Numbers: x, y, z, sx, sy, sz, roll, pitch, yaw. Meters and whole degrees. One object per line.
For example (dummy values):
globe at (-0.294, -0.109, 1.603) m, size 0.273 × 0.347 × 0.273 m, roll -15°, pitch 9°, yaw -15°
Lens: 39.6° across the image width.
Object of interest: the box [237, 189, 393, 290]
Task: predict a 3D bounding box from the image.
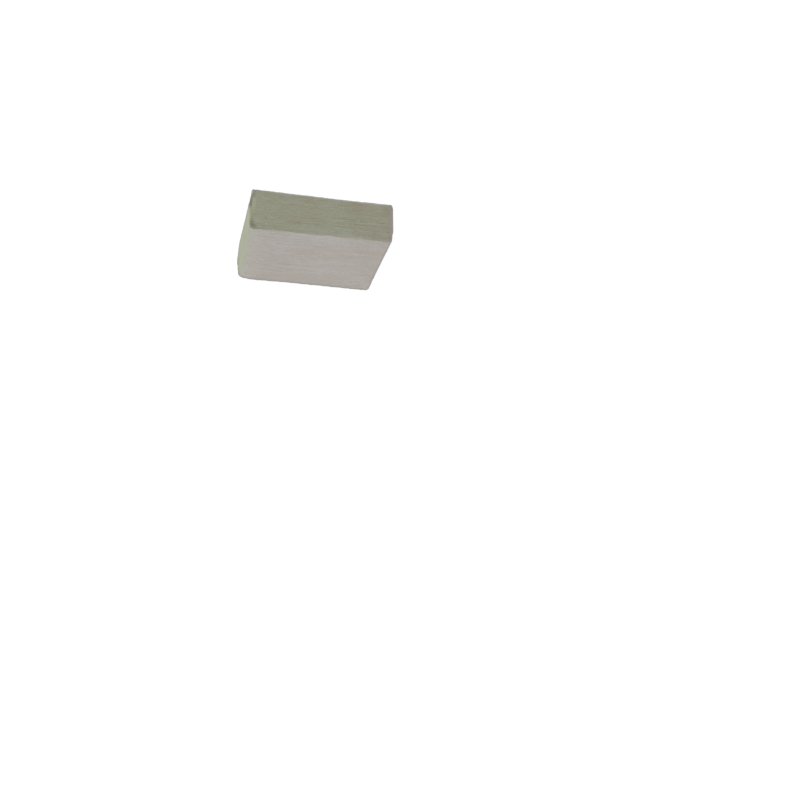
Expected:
box at (-0.069, -0.125, 0.879) m, size 0.112 × 0.041 × 0.086 m, roll 4°, pitch -23°, yaw -10°
